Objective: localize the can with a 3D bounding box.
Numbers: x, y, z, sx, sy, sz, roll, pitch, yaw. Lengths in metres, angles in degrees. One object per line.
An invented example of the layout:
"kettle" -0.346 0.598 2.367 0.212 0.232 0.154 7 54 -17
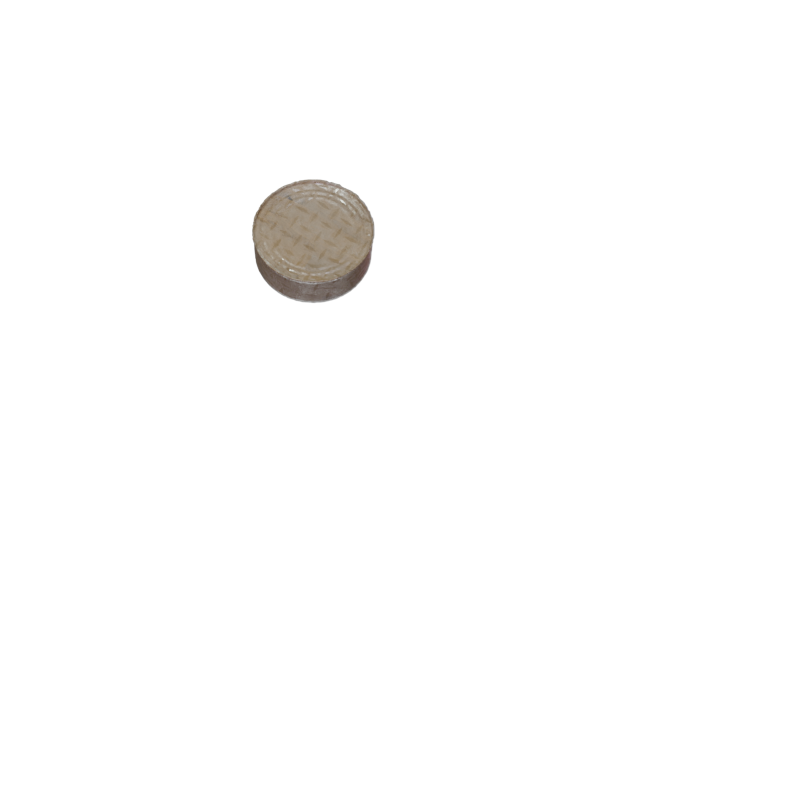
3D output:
"can" -0.062 -0.112 0.788 0.086 0.091 0.031 -1 -30 -1
